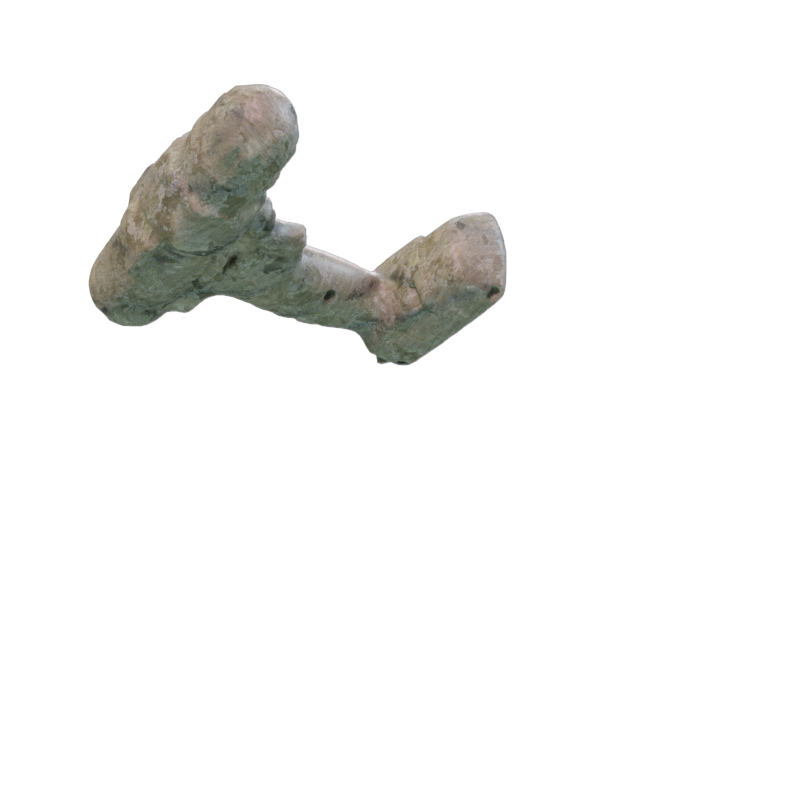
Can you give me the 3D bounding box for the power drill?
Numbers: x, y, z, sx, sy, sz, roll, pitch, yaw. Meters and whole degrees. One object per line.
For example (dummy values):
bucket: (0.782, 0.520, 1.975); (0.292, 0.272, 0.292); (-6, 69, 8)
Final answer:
power drill: (-0.043, -0.079, 0.552); (0.180, 0.061, 0.182); (13, -27, -28)
